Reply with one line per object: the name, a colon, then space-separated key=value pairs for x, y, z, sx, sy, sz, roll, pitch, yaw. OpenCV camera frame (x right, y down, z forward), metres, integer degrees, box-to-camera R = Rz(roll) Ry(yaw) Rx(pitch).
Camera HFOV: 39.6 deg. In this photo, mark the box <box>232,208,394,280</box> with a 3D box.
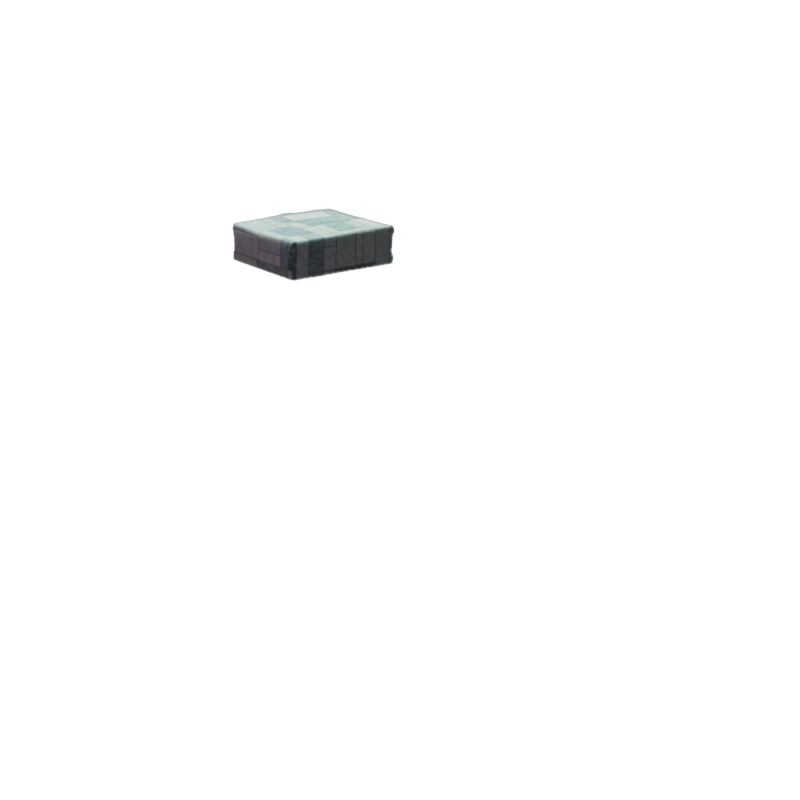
box: x=-0.060 y=-0.110 z=0.771 sx=0.087 sy=0.029 sz=0.078 roll=-15 pitch=25 yaw=-36
